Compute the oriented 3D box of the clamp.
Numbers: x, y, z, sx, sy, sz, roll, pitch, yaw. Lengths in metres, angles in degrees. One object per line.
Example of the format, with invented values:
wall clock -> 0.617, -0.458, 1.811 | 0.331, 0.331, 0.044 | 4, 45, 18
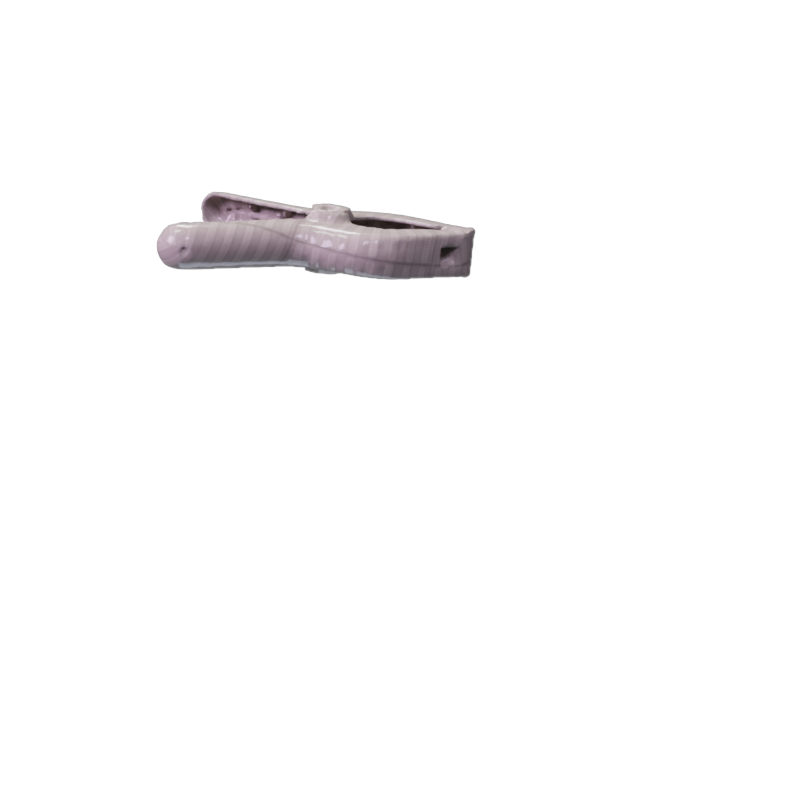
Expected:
clamp -> -0.048, -0.088, 0.613 | 0.175, 0.037, 0.123 | 6, 25, 13
